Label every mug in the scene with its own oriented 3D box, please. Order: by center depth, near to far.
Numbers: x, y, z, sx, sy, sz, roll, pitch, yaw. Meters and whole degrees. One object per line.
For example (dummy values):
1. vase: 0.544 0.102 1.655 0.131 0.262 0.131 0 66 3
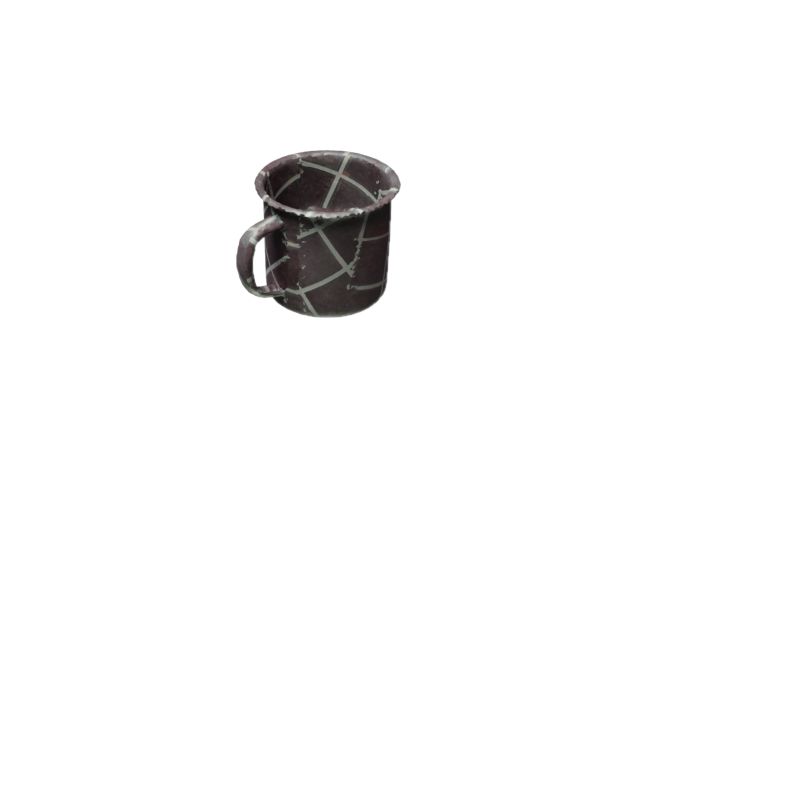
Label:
1. mug: -0.056 -0.103 0.719 0.117 0.076 0.100 -29 44 -36
